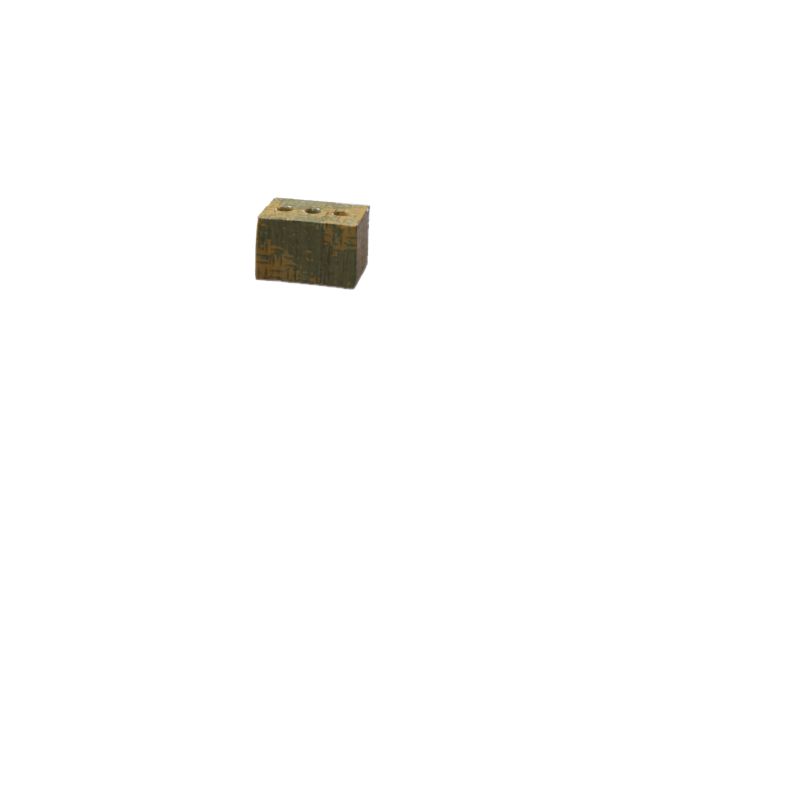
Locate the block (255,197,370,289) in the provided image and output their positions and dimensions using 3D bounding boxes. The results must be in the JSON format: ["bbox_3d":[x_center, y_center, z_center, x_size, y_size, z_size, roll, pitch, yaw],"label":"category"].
[{"bbox_3d":[-0.065,-0.119,0.837,0.079,0.049,0.054,6,25,11],"label":"block"}]
